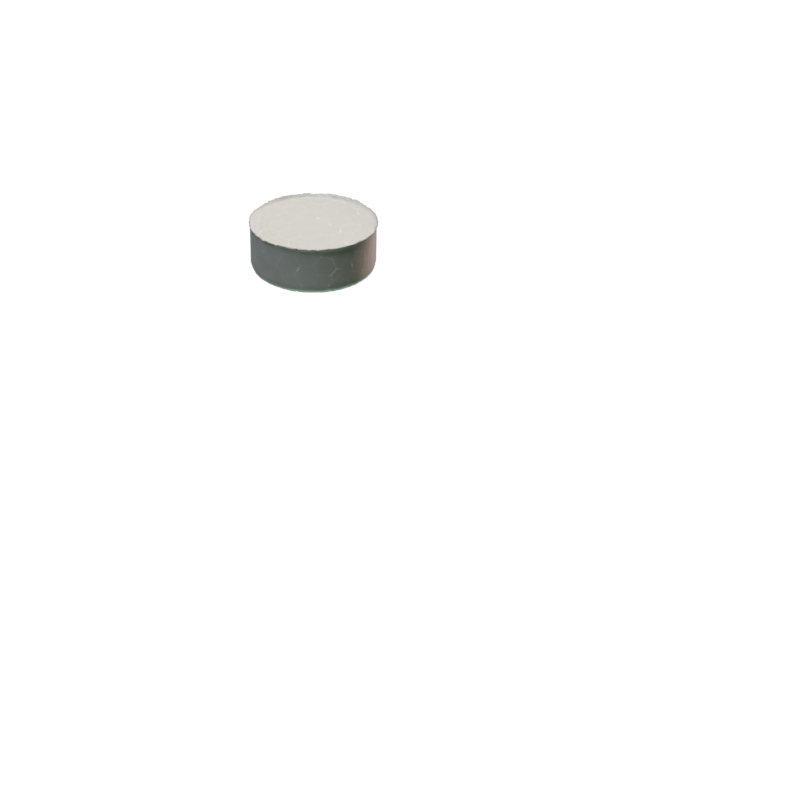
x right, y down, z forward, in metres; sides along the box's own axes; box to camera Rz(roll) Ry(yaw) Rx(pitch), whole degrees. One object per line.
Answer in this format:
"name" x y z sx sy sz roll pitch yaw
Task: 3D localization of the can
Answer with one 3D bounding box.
"can" -0.058 -0.106 0.742 0.086 0.032 0.091 -1 33 -2
